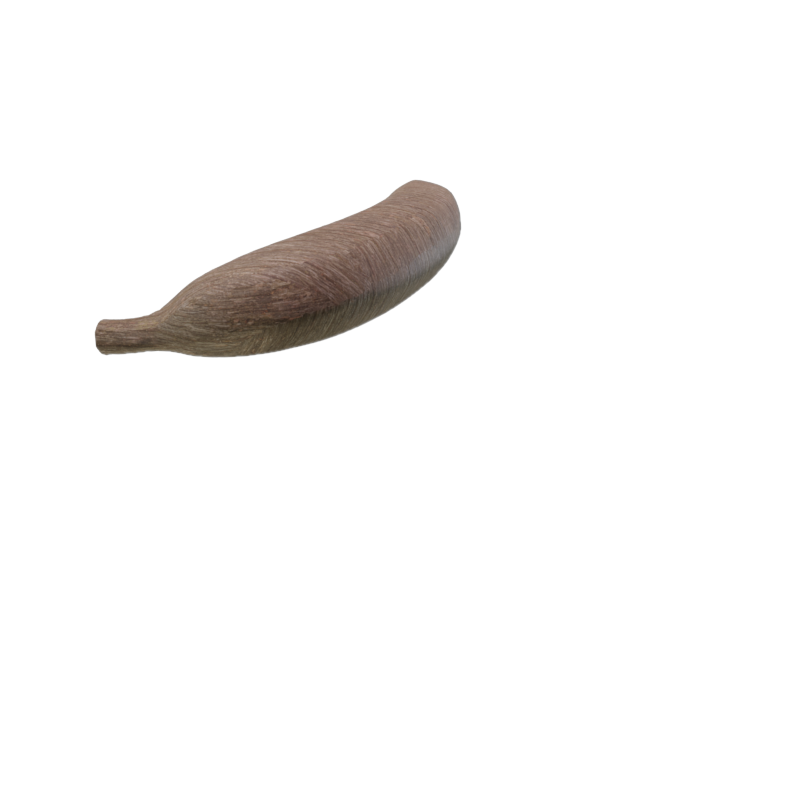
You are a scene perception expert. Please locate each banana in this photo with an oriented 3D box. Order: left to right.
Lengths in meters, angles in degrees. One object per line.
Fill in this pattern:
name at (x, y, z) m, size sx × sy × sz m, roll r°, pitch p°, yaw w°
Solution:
banana at (-0.021, -0.056, 0.422) m, size 0.073 × 0.035 × 0.197 m, roll 16°, pitch 29°, yaw 32°
